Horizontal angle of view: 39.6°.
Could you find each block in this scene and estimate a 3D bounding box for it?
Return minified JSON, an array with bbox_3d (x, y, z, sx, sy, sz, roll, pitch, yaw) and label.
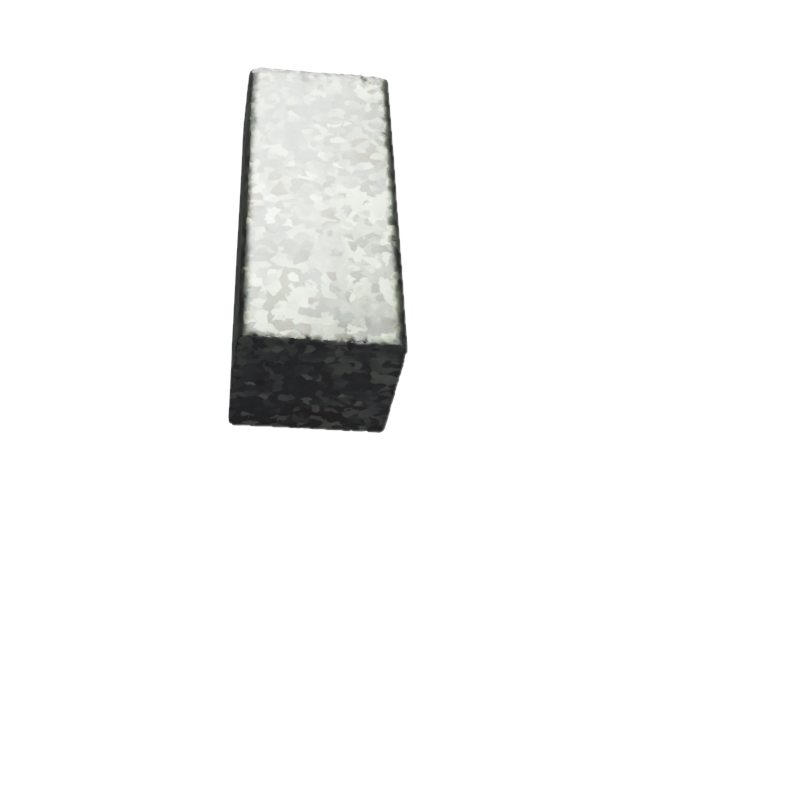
[{"bbox_3d":[-0.052,-0.095,0.662,0.090,0.221,0.085,3,-38,-8],"label":"block"}]
